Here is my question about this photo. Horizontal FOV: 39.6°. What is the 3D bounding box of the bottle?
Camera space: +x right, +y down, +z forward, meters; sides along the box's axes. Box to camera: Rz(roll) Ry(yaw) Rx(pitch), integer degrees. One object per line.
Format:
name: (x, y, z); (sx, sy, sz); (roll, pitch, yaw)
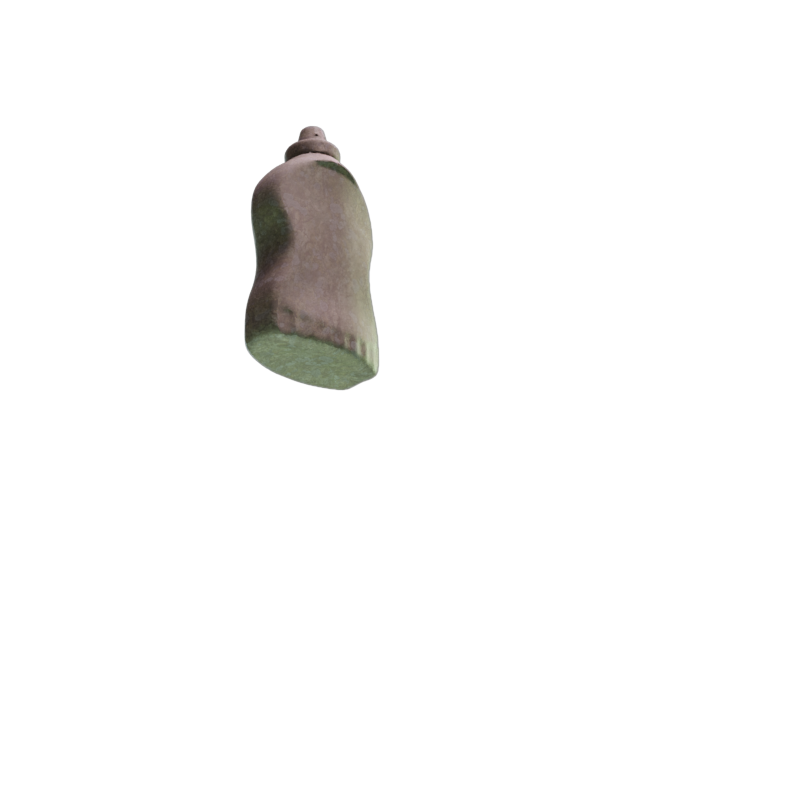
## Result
bottle: (-0.060, -0.109, 0.766); (0.090, 0.204, 0.058); (22, -38, -36)
